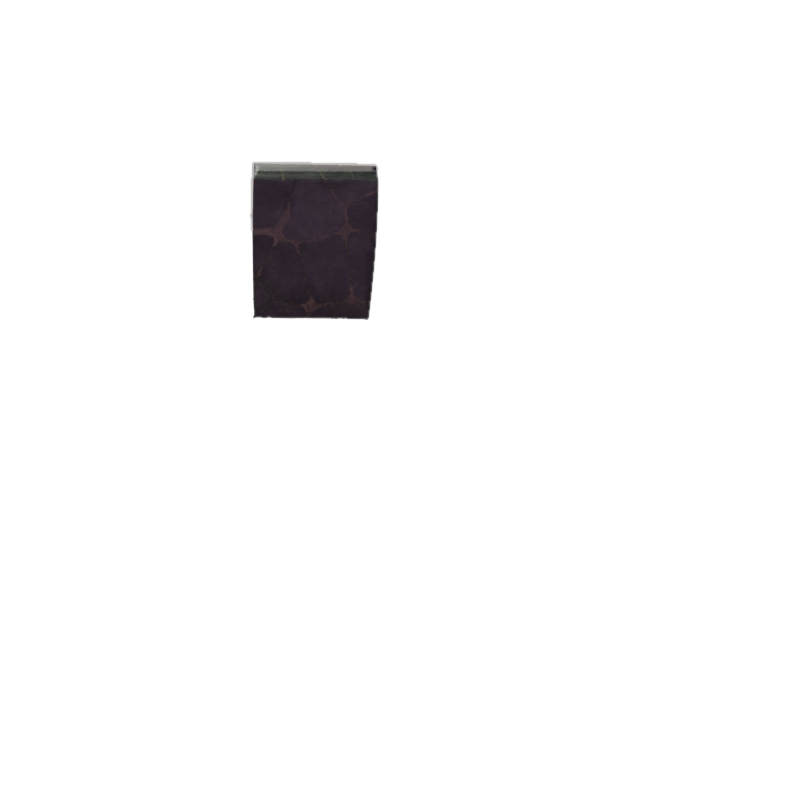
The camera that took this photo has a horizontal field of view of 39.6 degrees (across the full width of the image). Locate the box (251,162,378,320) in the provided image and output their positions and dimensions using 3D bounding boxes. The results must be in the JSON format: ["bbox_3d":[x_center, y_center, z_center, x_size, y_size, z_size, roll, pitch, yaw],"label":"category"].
[{"bbox_3d":[-0.063,-0.115,0.804,0.090,0.108,0.041,2,23,-2],"label":"box"}]
